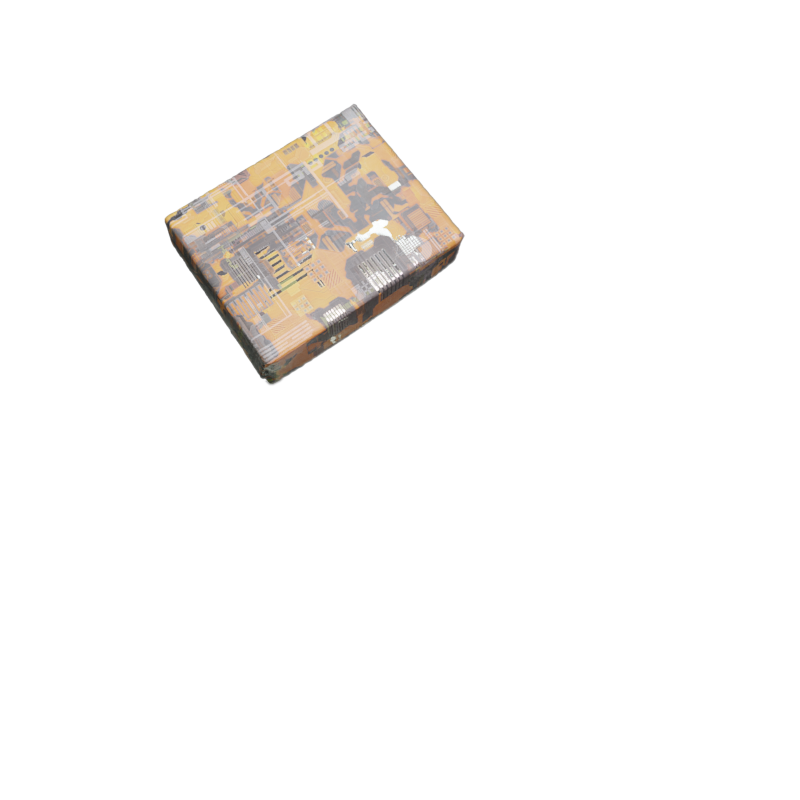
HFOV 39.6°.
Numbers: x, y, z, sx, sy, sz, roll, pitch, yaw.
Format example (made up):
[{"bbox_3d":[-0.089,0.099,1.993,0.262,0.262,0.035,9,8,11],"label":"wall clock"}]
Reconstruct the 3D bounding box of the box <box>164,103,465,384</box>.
[{"bbox_3d":[-0.041,-0.075,0.529,0.114,0.095,0.037,-33,-19,-14],"label":"box"}]
